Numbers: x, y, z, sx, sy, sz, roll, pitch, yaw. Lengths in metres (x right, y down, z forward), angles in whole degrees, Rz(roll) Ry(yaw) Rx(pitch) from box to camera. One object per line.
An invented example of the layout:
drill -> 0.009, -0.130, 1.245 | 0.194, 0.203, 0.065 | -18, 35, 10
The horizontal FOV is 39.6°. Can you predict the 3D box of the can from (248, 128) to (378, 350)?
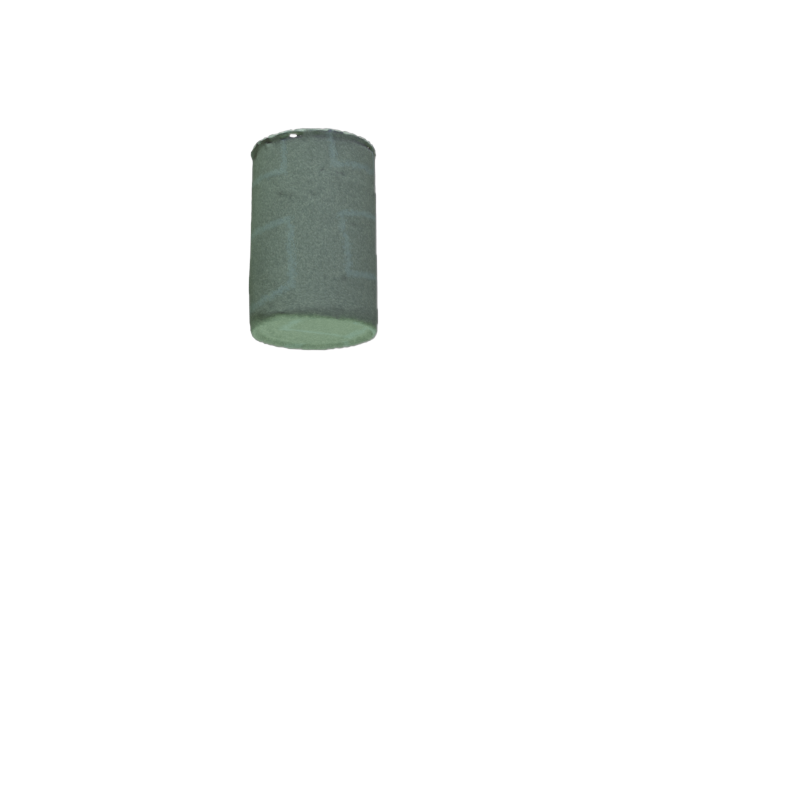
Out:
can -> -0.046, -0.084, 0.585 | 0.068, 0.107, 0.066 | 0, -17, -2
